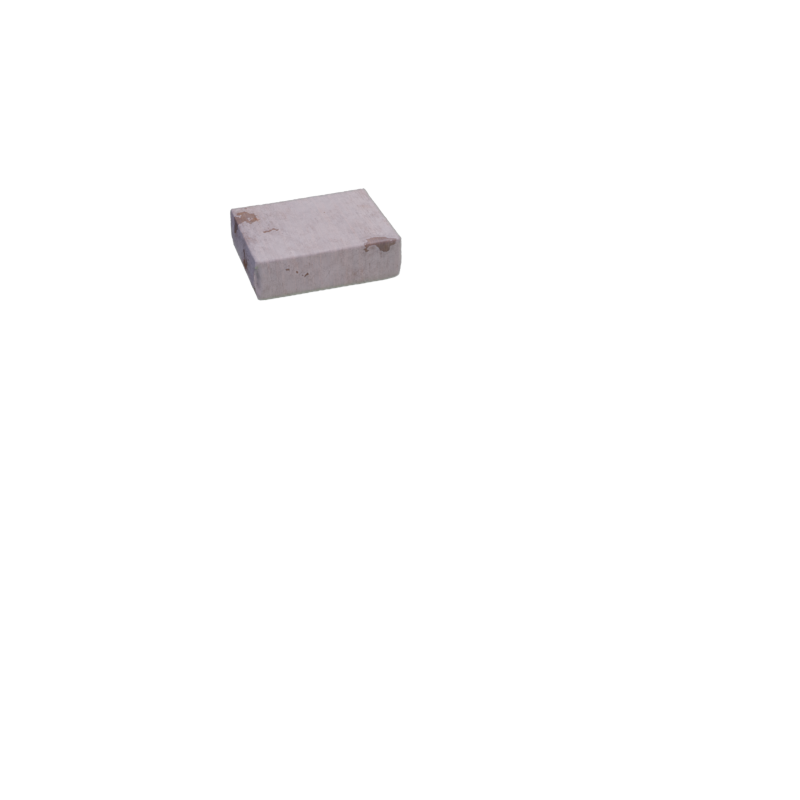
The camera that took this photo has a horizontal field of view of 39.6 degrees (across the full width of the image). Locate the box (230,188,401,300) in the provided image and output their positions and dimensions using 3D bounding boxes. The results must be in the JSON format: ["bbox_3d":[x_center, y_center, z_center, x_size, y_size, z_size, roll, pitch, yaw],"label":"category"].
[{"bbox_3d":[-0.066,-0.120,0.840,0.112,0.036,0.097,-10,35,-14],"label":"box"}]
